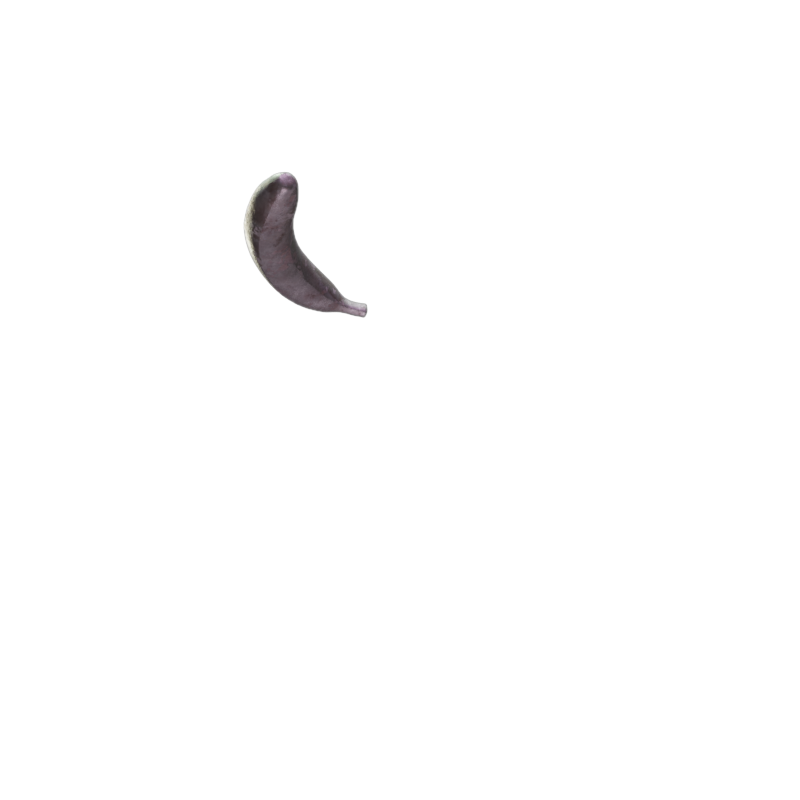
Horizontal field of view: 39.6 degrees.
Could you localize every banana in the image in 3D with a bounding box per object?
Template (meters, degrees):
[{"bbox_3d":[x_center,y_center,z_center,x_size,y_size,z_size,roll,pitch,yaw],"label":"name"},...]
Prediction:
[{"bbox_3d":[-0.083,-0.117,0.855,0.070,0.039,0.184,-8,-26,14],"label":"banana"}]
